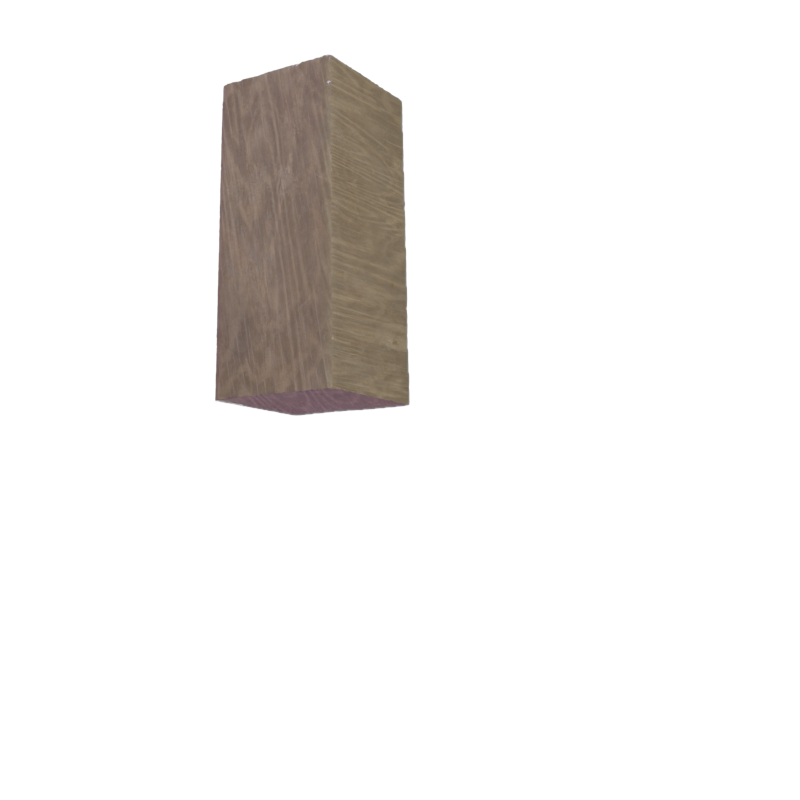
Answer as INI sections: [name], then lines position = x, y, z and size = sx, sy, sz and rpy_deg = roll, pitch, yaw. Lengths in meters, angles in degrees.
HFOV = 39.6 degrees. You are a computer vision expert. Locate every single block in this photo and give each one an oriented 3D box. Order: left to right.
[block]
position = -0.056, -0.101, 0.708
size = 0.092, 0.214, 0.085
rpy_deg = -10, -17, 31
